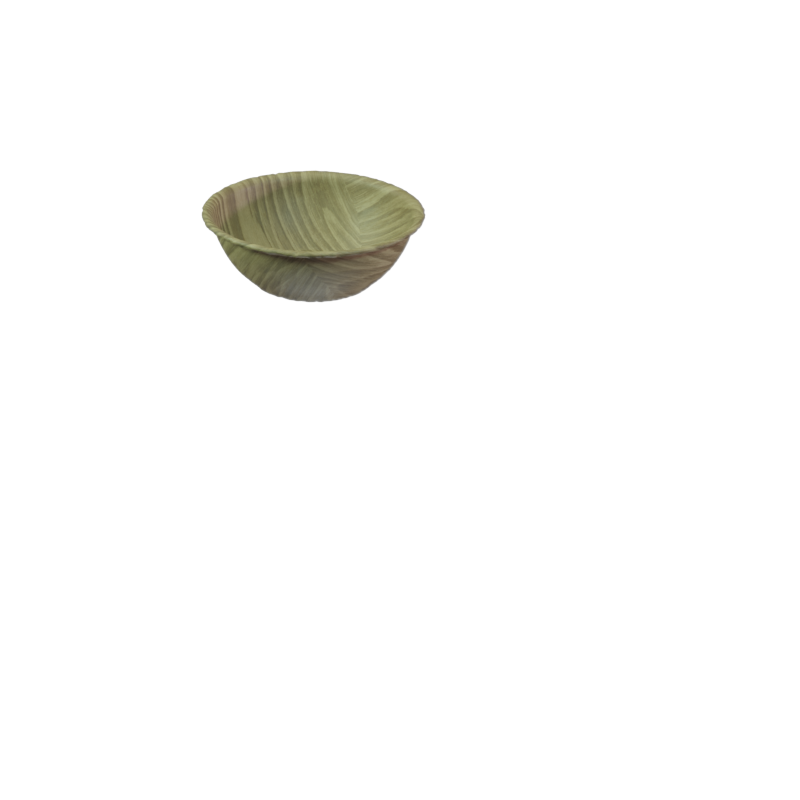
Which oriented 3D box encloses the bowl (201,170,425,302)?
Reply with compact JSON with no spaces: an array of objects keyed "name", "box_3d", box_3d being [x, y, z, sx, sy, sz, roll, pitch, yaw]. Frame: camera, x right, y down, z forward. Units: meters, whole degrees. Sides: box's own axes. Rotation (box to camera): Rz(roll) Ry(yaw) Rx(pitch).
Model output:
[{"name":"bowl","box_3d":[-0.064,-0.116,0.814,0.162,0.052,0.172,-1,30,-2]}]
